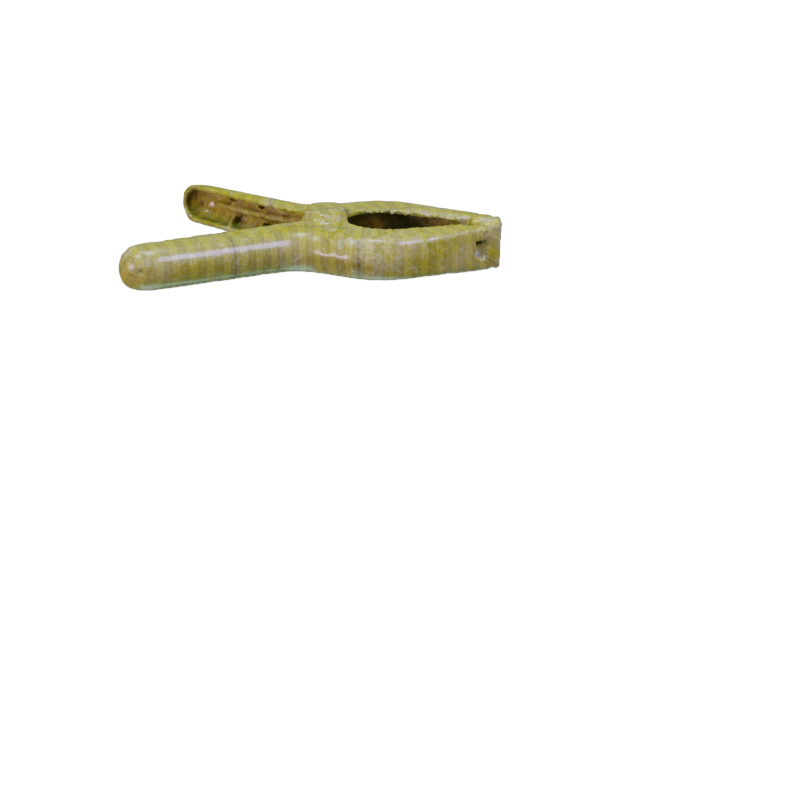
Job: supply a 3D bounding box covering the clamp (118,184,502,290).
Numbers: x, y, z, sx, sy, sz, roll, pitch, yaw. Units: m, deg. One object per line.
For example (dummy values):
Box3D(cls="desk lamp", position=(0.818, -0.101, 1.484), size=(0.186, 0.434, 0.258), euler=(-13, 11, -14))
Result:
Box3D(cls="clamp", position=(-0.050, -0.091, 0.636), size=(0.214, 0.035, 0.169), euler=(5, 24, 11))
